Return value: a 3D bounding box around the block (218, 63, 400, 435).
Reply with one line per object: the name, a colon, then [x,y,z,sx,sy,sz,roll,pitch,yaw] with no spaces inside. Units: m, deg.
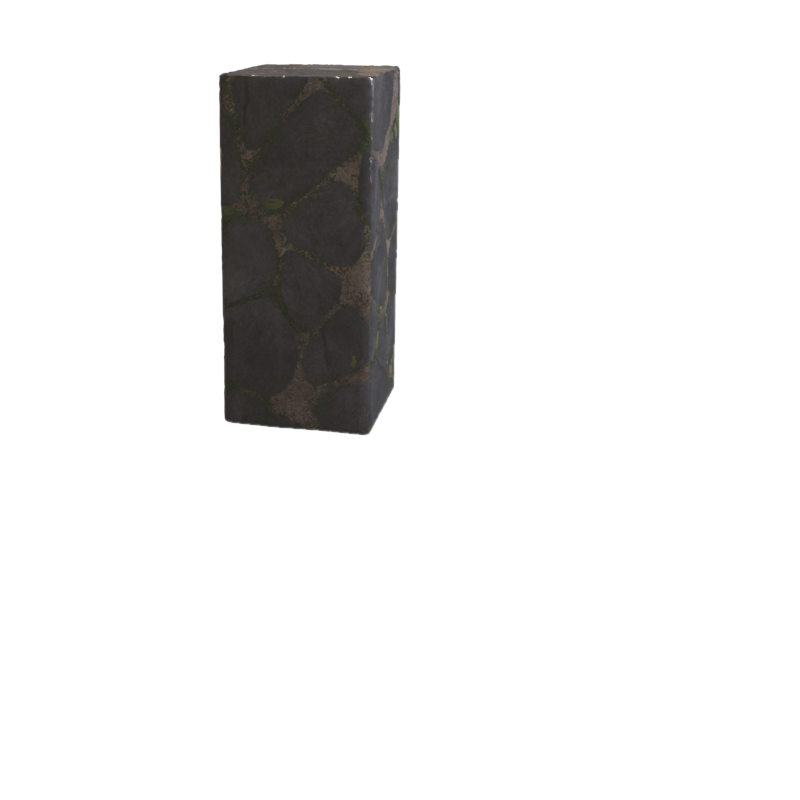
block: [-0.052,-0.095,0.667,0.092,0.200,0.092,4,15,11]
